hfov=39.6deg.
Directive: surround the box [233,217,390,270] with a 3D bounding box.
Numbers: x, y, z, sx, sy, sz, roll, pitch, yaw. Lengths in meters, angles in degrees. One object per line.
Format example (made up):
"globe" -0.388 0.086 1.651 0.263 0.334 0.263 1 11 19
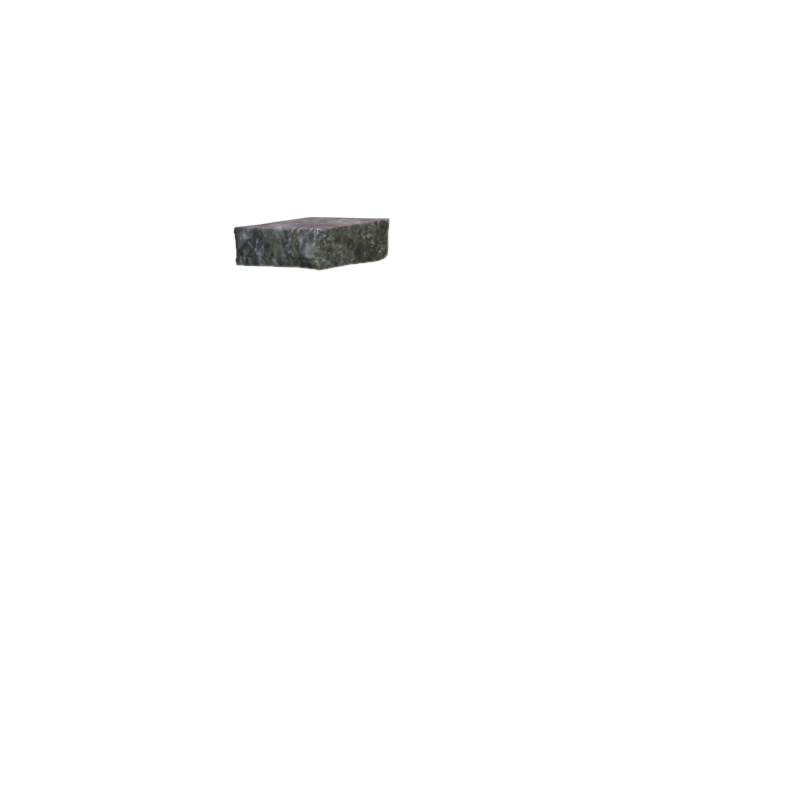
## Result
"box" -0.075 -0.137 0.961 0.094 0.038 0.111 7 14 33
